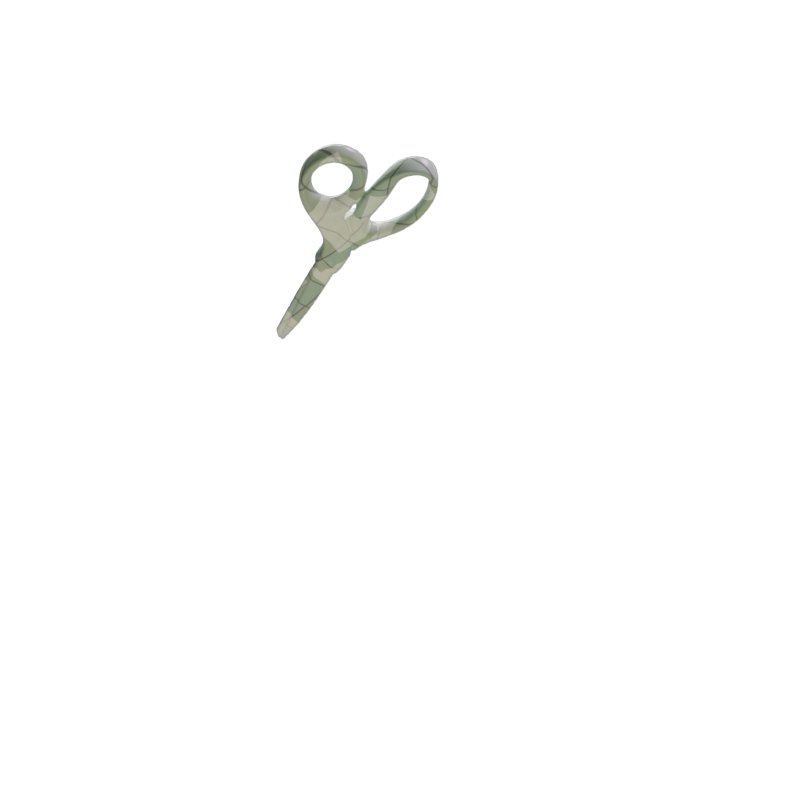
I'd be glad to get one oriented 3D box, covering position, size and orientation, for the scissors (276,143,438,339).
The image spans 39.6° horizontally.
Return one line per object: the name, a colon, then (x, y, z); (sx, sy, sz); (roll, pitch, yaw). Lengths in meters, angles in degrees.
scissors: (-0.058, -0.106, 0.744); (0.091, 0.017, 0.199); (27, -44, -32)
